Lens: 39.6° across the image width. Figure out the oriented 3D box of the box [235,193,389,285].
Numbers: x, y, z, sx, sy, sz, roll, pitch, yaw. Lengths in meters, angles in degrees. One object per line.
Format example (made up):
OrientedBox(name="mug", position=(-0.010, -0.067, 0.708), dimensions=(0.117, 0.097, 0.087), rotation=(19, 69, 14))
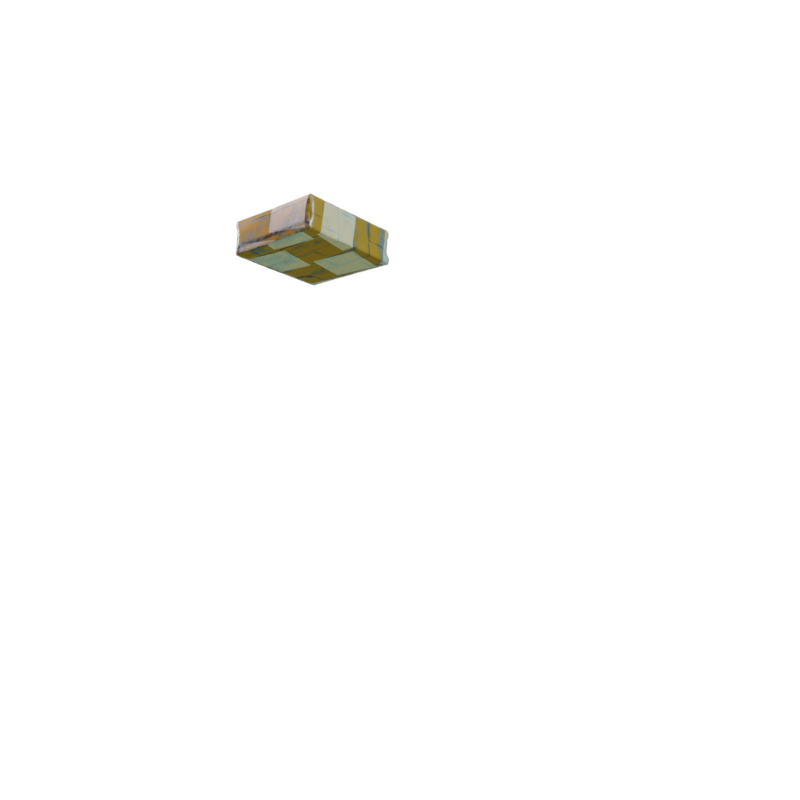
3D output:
OrientedBox(name="box", position=(-0.063, -0.115, 0.803), dimensions=(0.074, 0.032, 0.084), rotation=(-13, -20, 38))
